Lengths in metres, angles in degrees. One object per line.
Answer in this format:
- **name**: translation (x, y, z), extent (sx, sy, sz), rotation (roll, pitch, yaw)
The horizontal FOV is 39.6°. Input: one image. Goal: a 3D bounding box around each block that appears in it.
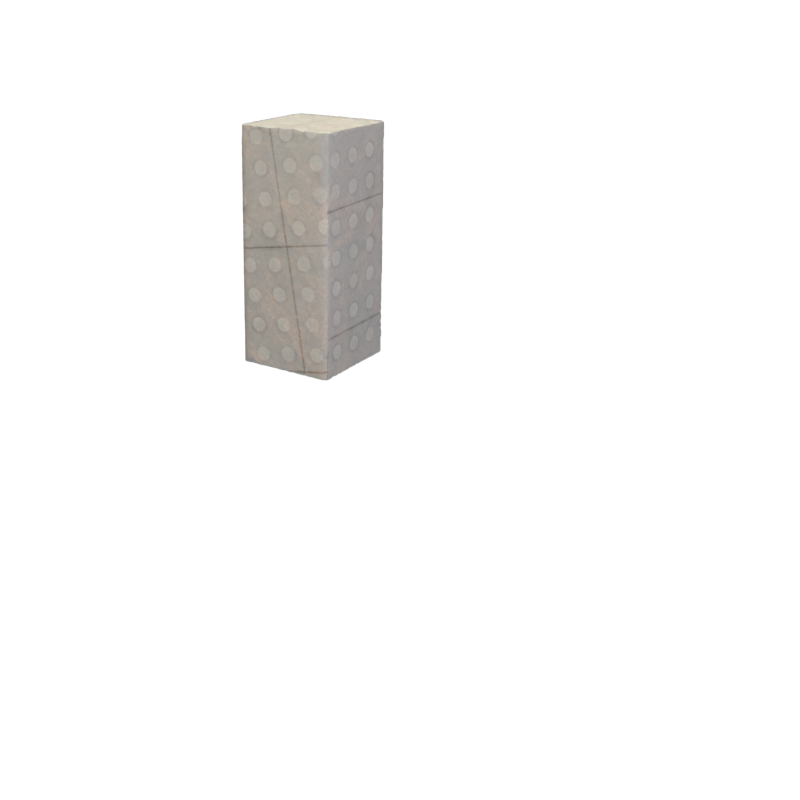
- **block**: translation (-0.075, -0.136, 0.948), extent (0.094, 0.199, 0.090), rotation (11, 19, 30)
